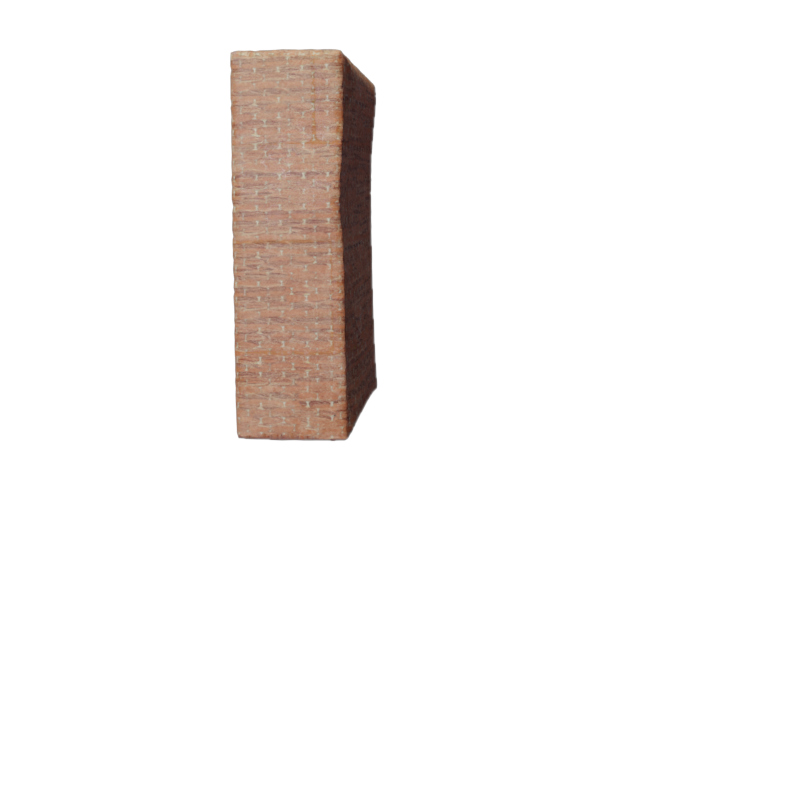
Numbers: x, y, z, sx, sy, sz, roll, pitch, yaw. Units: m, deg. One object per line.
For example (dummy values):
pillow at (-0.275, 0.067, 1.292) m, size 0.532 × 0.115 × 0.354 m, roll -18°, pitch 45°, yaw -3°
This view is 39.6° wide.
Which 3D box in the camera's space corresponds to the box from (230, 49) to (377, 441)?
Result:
box at (-0.053, -0.097, 0.678) m, size 0.072 × 0.212 × 0.164 m, roll 0°, pitch 5°, yaw 5°
